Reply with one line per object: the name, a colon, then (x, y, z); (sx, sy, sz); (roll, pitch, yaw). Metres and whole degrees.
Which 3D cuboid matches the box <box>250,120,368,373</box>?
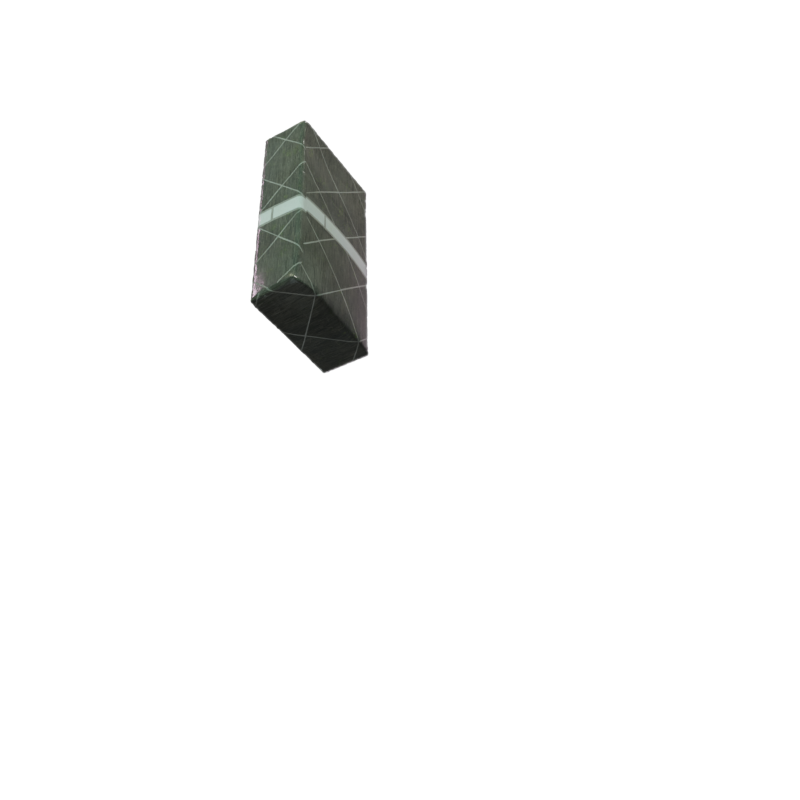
box: (-0.065, -0.118, 0.826); (0.048, 0.189, 0.087); (-26, -49, 21)
